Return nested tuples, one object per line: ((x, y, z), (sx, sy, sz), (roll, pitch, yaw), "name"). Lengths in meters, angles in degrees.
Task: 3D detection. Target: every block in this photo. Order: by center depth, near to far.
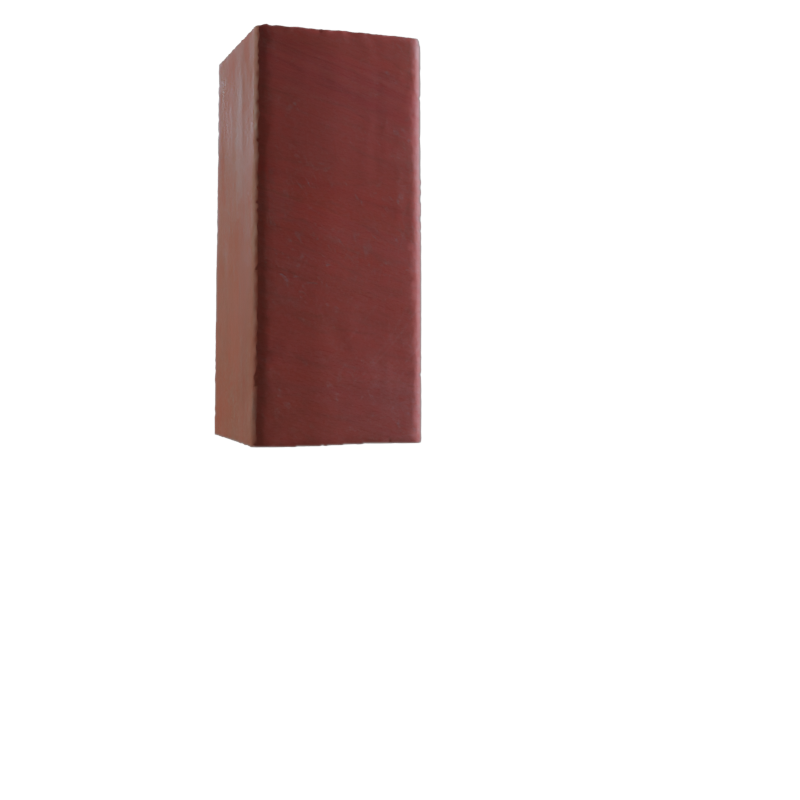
((-0.045, -0.084, 0.587), (0.088, 0.209, 0.092), (1, -4, -20), "block")
